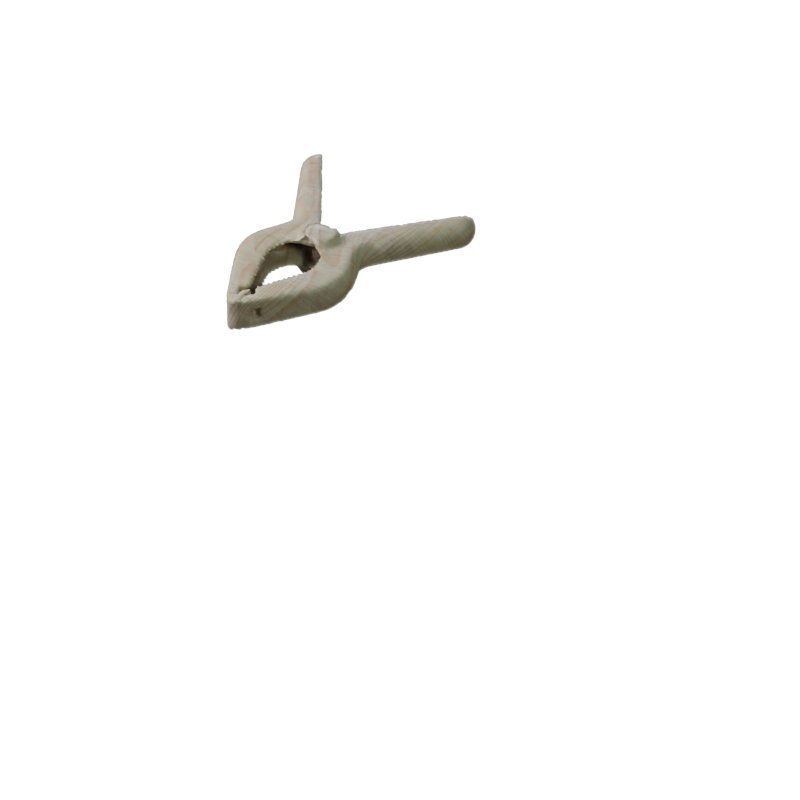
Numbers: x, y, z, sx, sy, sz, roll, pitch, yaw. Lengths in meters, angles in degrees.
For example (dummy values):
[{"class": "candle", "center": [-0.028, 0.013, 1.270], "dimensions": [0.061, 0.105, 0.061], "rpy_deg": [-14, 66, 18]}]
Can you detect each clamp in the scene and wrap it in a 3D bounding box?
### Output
[{"class": "clamp", "center": [-0.067, -0.122, 0.856], "dimensions": [0.175, 0.034, 0.211], "rpy_deg": [31, 49, 31]}]
